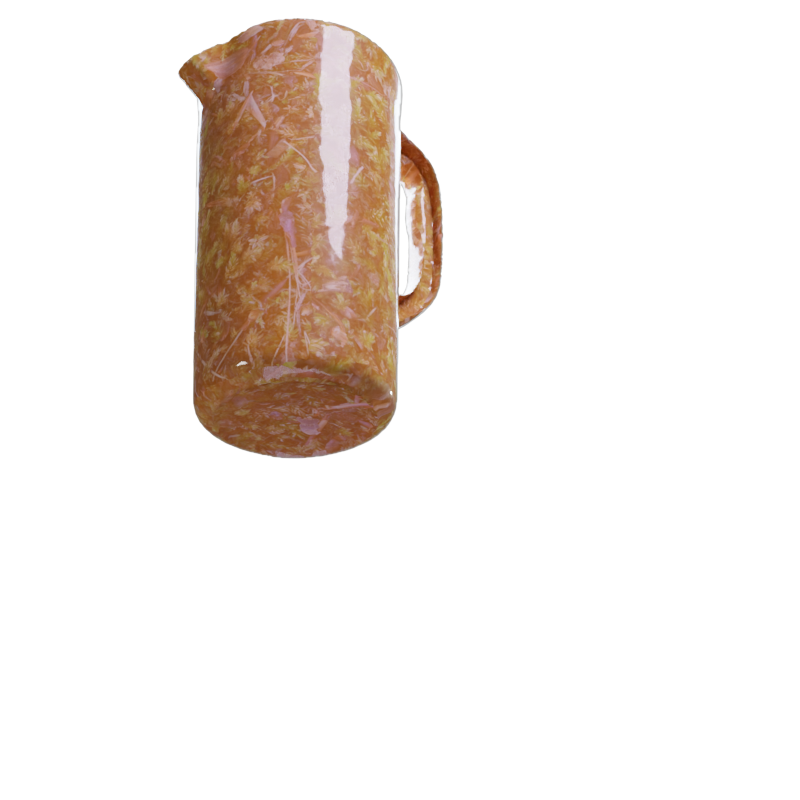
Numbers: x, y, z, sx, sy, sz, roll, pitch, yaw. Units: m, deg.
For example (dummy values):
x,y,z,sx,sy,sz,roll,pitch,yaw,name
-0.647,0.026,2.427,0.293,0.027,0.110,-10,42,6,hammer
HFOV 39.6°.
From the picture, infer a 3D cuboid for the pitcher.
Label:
x,y,z,sx,sy,sz,roll,pitch,yaw,name
-0.051,-0.093,0.655,0.150,0.260,0.134,-6,-33,6,pitcher
